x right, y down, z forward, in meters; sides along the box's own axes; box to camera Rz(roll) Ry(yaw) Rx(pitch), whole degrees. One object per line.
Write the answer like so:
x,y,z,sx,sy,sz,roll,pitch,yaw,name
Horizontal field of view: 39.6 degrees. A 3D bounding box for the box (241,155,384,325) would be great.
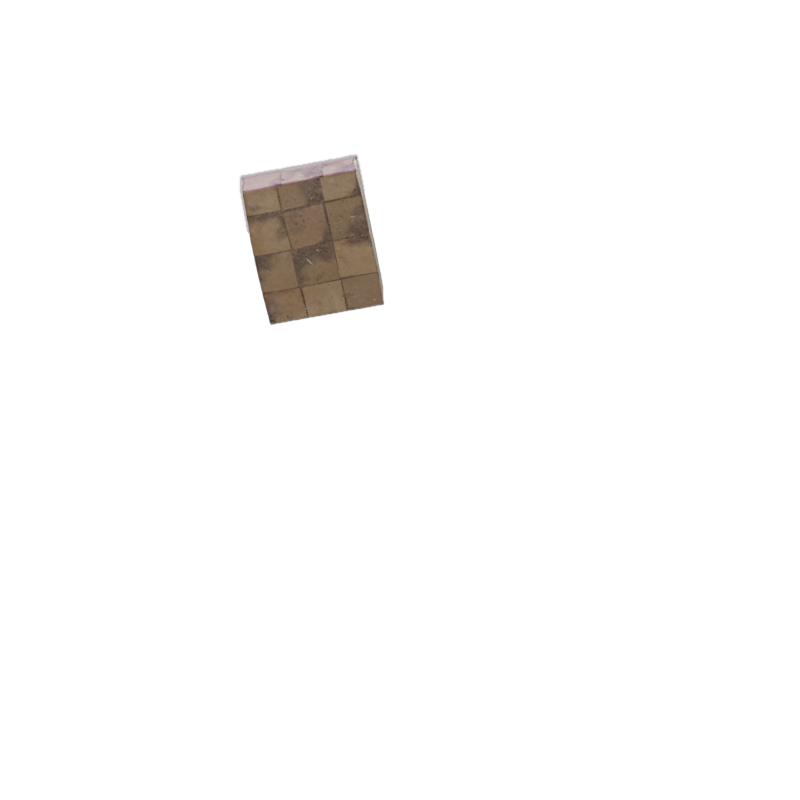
-0.065,-0.118,0.830,0.090,0.107,0.041,-10,23,4,box
